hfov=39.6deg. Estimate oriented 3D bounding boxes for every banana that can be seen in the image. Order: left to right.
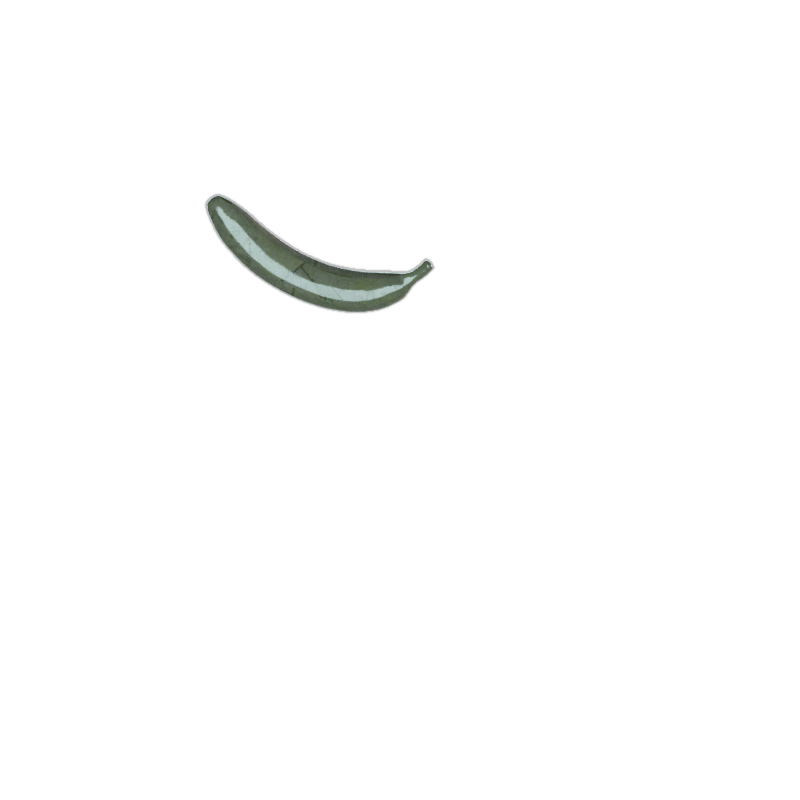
[{"bbox_3d":[-0.076,-0.116,0.944,0.196,0.068,0.038,16,14,-4],"label":"banana"}]
